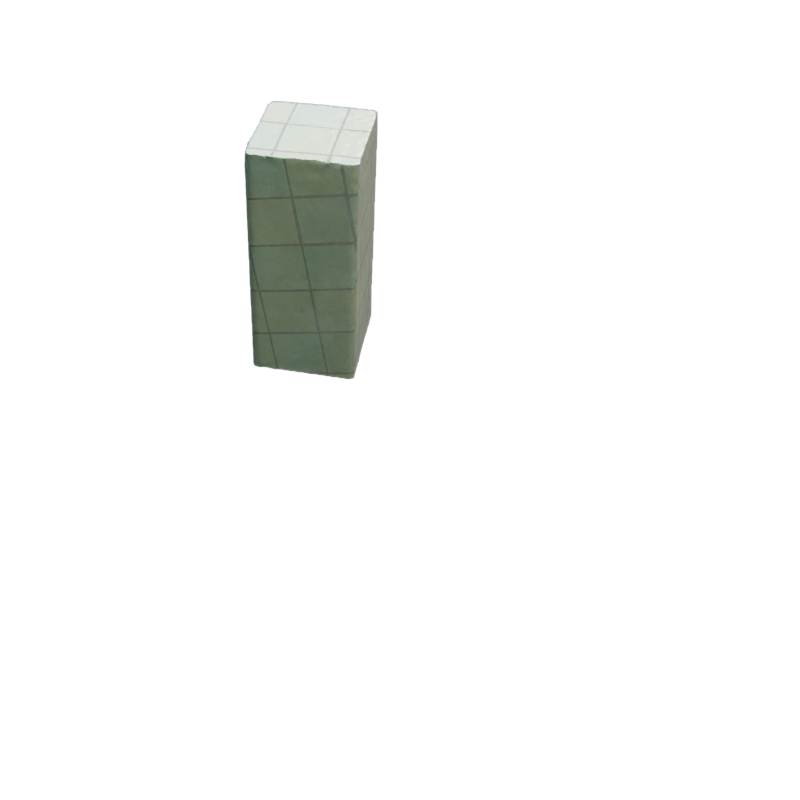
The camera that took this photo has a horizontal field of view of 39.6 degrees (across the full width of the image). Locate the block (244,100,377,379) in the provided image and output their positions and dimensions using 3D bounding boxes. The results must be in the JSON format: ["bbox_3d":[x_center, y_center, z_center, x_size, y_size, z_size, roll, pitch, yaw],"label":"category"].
[{"bbox_3d":[-0.071,-0.129,0.905,0.091,0.193,0.096,8,38,6],"label":"block"}]
